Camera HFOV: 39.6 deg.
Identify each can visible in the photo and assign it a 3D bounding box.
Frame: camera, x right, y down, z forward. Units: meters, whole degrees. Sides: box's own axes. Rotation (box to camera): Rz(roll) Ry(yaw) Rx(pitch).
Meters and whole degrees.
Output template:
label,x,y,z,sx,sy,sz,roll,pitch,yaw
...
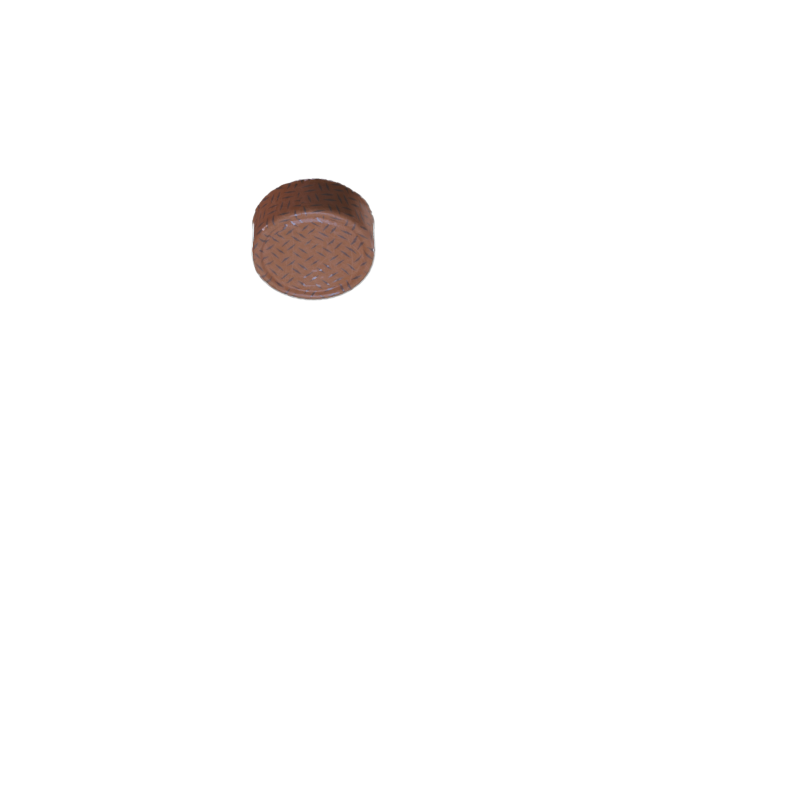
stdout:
label,x,y,z,sx,sy,sz,roll,pitch,yaw
can,-0.060,-0.109,0.763,0.086,0.036,0.080,1,-44,-1
